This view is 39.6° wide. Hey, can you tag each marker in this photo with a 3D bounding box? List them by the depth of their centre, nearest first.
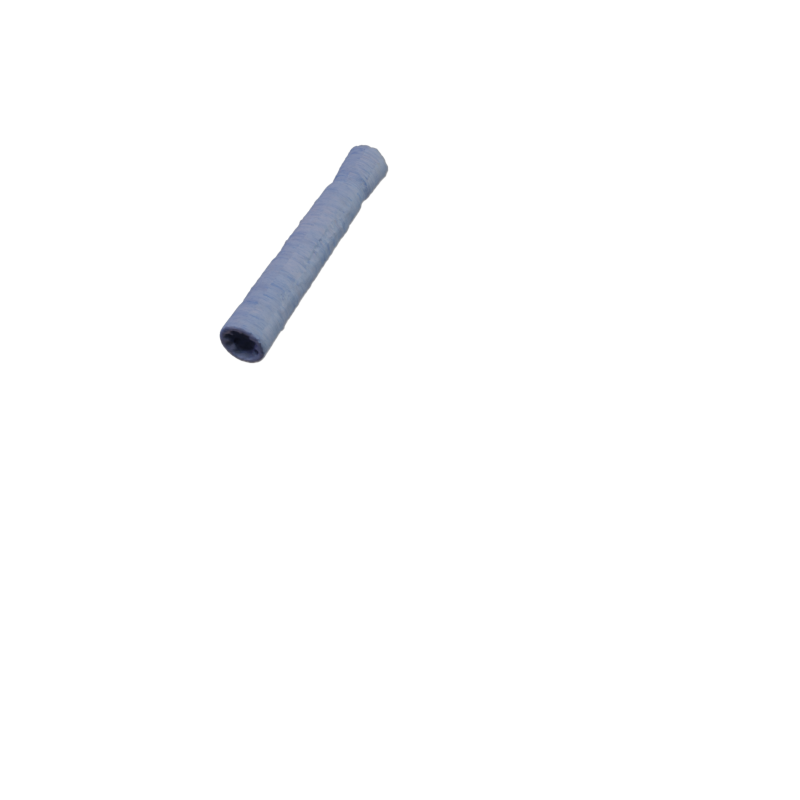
[{"bbox_3d":[-0.034,-0.063,0.440,0.020,0.018,0.126,1,44,30],"label":"marker"}]
